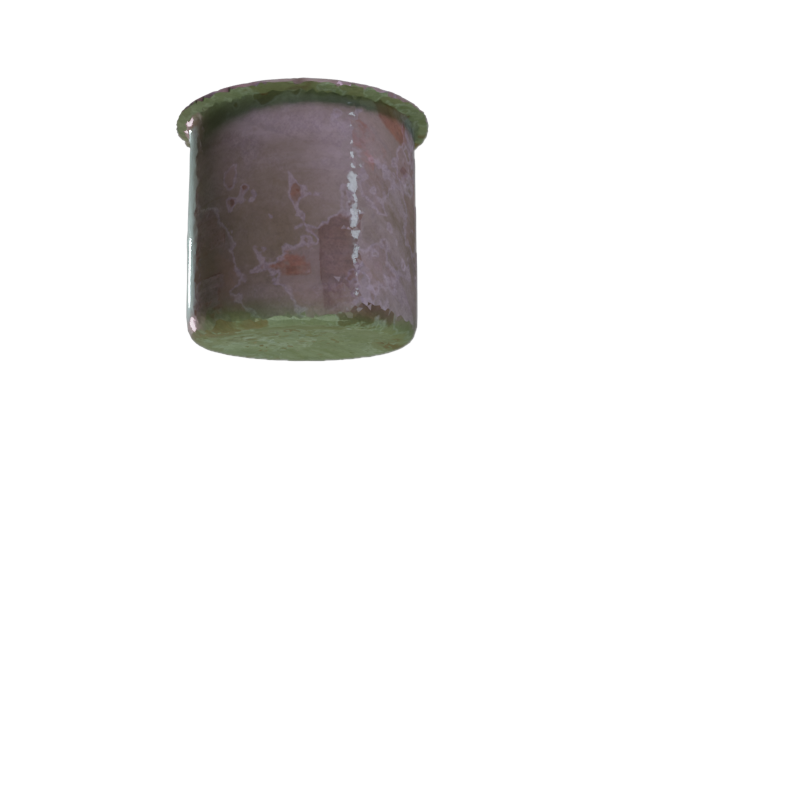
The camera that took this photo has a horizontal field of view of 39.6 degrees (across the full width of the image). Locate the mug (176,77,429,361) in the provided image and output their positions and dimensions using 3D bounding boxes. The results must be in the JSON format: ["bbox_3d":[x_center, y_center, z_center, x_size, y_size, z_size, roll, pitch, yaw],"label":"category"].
[{"bbox_3d":[-0.032,-0.059,0.410,0.095,0.084,0.111,-4,-11,16],"label":"mug"}]
